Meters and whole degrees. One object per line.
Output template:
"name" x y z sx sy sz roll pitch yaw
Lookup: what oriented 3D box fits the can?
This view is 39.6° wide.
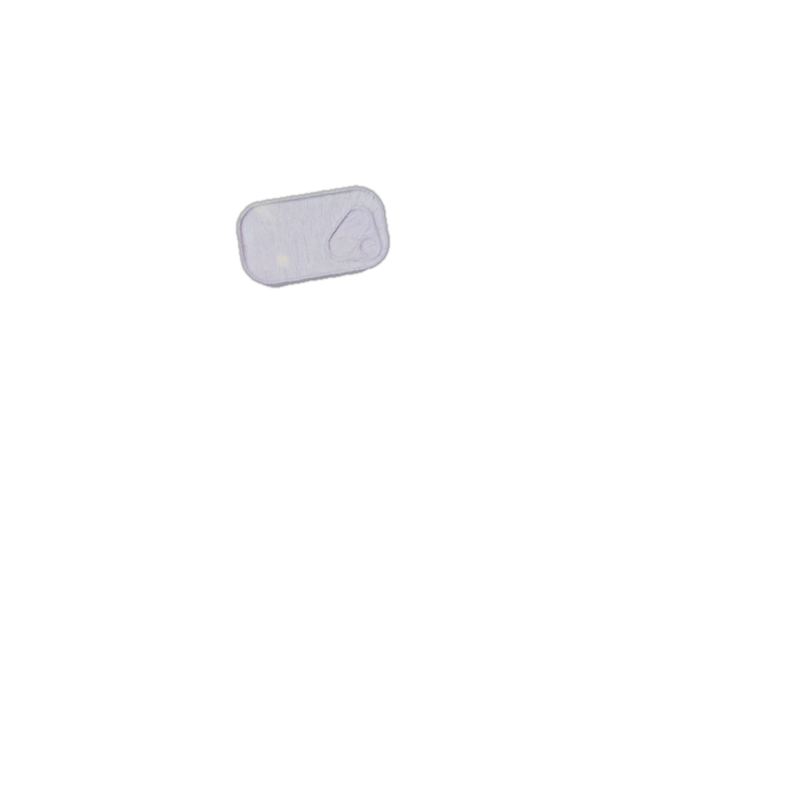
"can" -0.062 -0.114 0.796 0.102 0.058 0.083 -9 0 -2
